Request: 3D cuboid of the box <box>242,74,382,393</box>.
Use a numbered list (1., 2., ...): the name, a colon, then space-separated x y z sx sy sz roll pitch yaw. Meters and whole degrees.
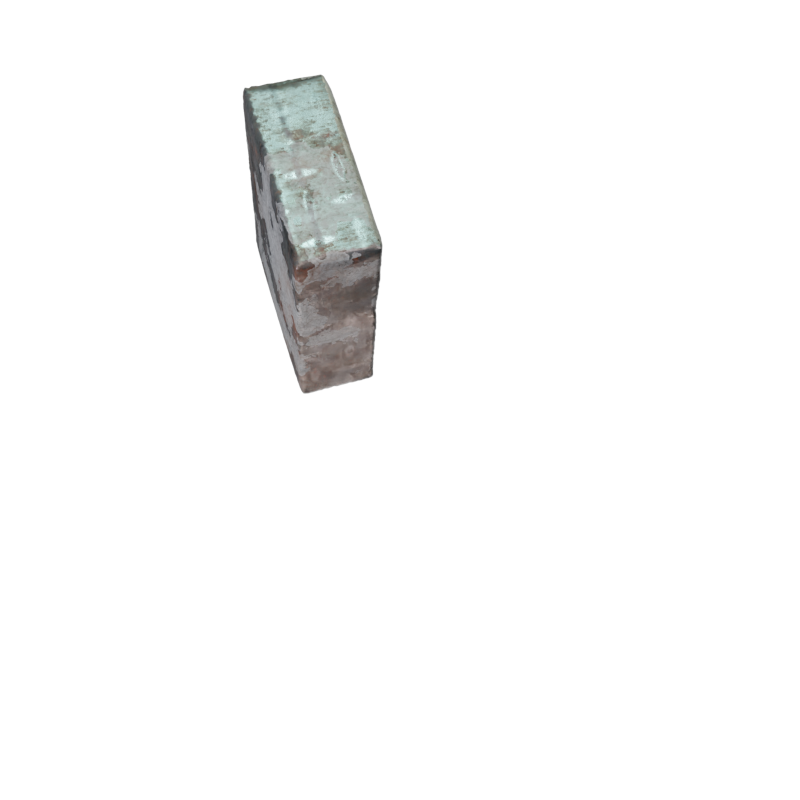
1. box: -0.069 -0.125 0.877 0.071 0.175 0.202 -13 -25 -10
